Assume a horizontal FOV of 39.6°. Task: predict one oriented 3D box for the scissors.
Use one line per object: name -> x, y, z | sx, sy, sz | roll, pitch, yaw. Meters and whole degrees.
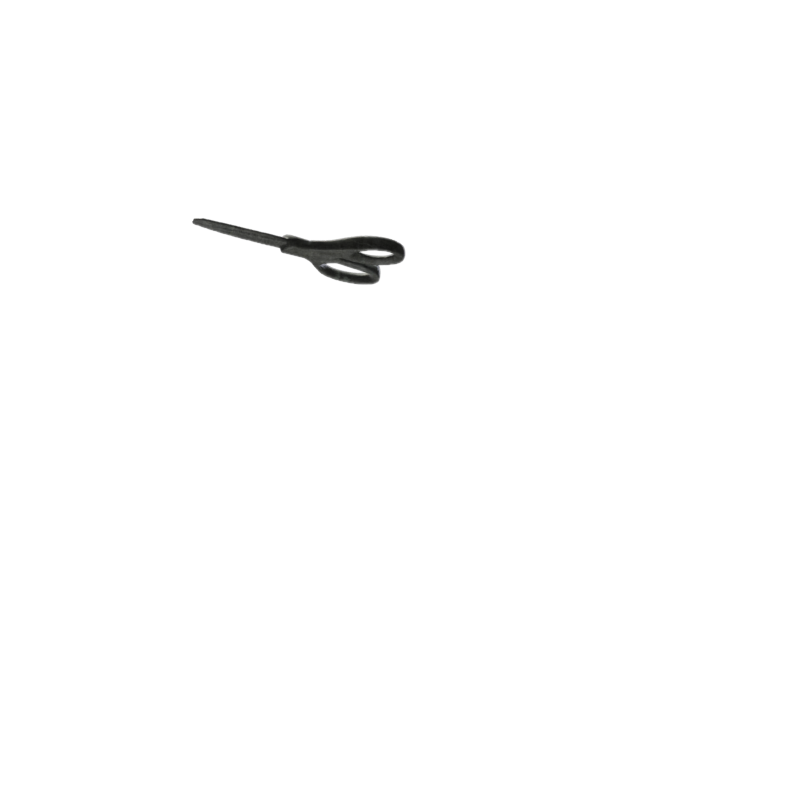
scissors -> -0.076, -0.139, 0.976 | 0.098, 0.016, 0.189 | -15, -22, 39
